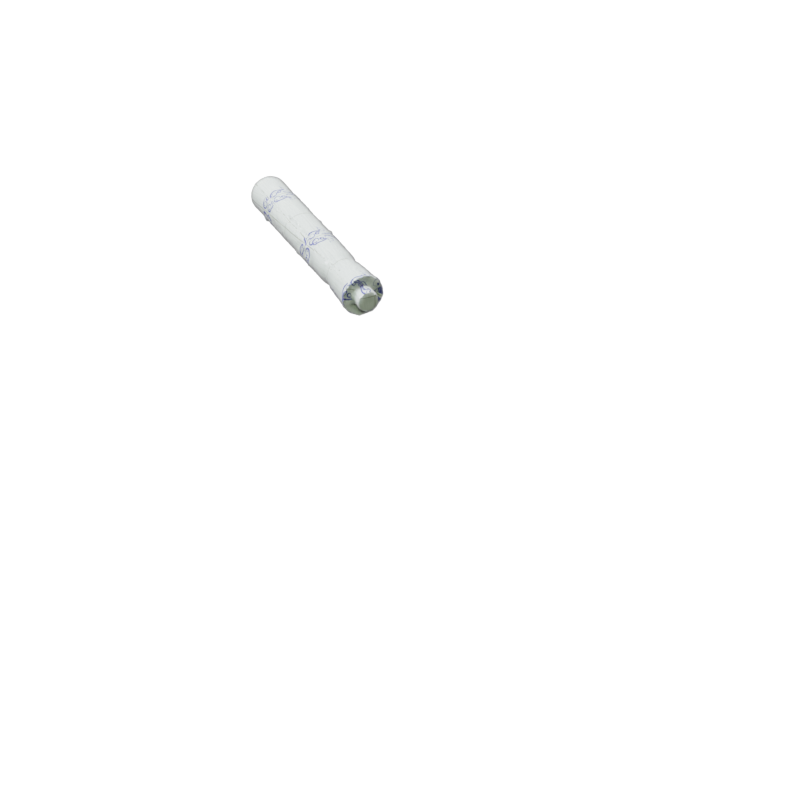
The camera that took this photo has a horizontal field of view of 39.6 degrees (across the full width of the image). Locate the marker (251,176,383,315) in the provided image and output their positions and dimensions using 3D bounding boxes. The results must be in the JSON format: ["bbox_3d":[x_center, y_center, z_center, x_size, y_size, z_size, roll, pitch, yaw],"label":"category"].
[{"bbox_3d":[-0.040,-0.073,0.508,0.019,0.019,0.130,-2,30,-27],"label":"marker"}]
